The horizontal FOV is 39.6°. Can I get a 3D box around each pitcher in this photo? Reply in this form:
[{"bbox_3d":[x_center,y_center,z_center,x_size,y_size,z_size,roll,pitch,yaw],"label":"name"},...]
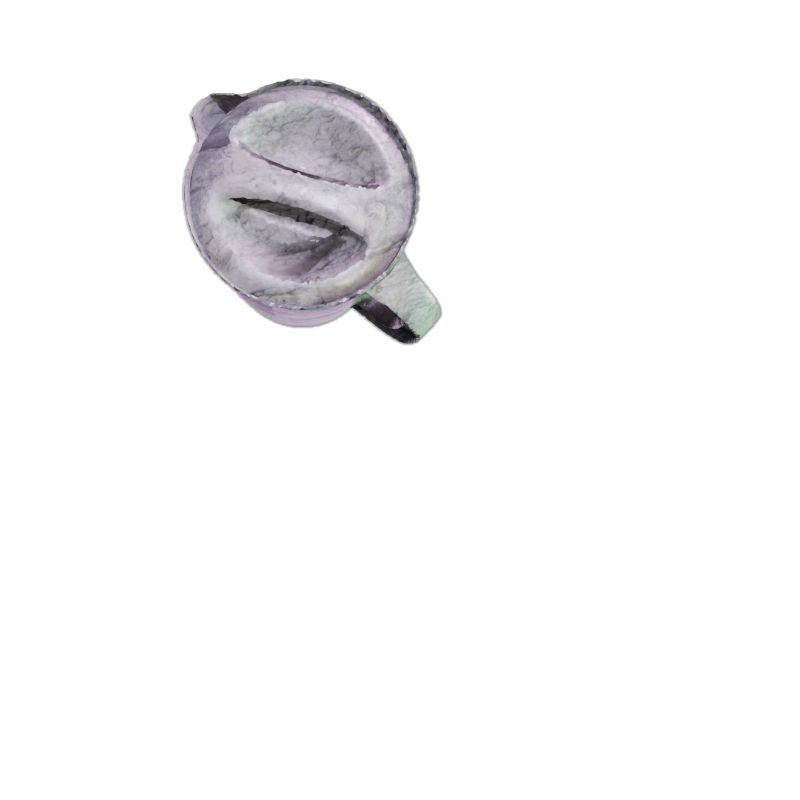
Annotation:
[{"bbox_3d":[-0.057,-0.105,0.733,0.144,0.152,0.239,-3,-4,-3],"label":"pitcher"}]
